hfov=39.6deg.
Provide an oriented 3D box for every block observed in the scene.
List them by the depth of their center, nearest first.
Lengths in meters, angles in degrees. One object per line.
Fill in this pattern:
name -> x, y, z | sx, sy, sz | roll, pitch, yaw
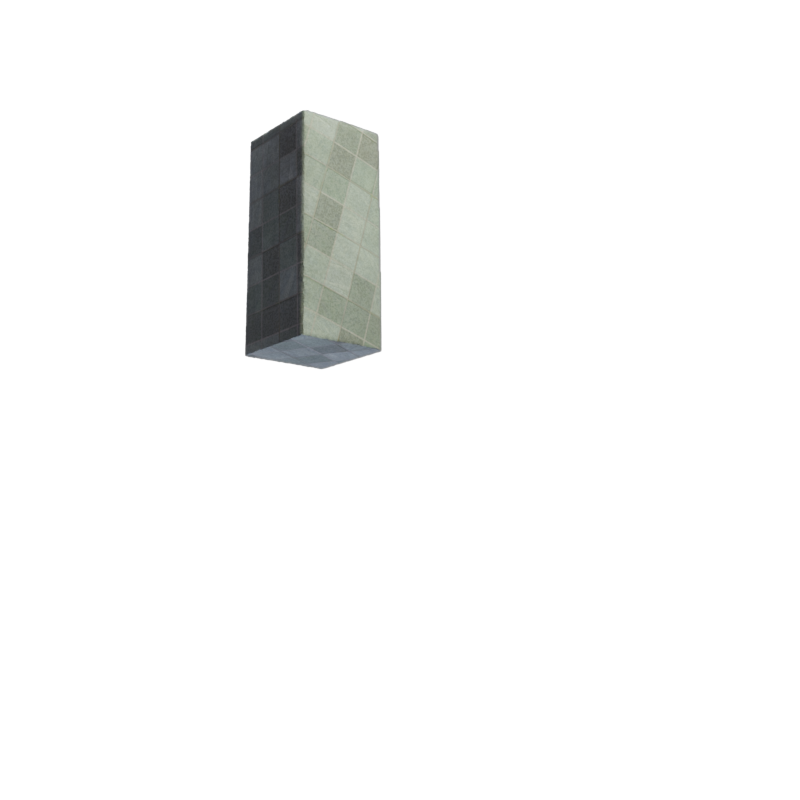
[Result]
block -> -0.078, -0.143, 0.999 | 0.086, 0.215, 0.091 | 13, -23, -37
